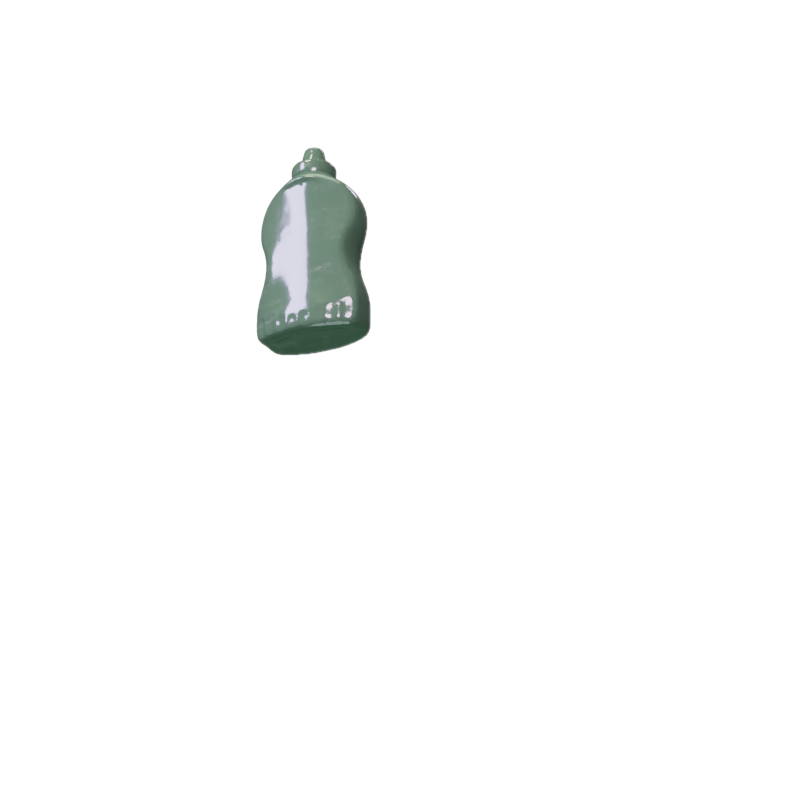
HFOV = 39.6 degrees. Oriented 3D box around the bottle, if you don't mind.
[{"bbox_3d":[-0.076,-0.139,0.974,0.097,0.204,0.054,-14,-30,23],"label":"bottle"}]
